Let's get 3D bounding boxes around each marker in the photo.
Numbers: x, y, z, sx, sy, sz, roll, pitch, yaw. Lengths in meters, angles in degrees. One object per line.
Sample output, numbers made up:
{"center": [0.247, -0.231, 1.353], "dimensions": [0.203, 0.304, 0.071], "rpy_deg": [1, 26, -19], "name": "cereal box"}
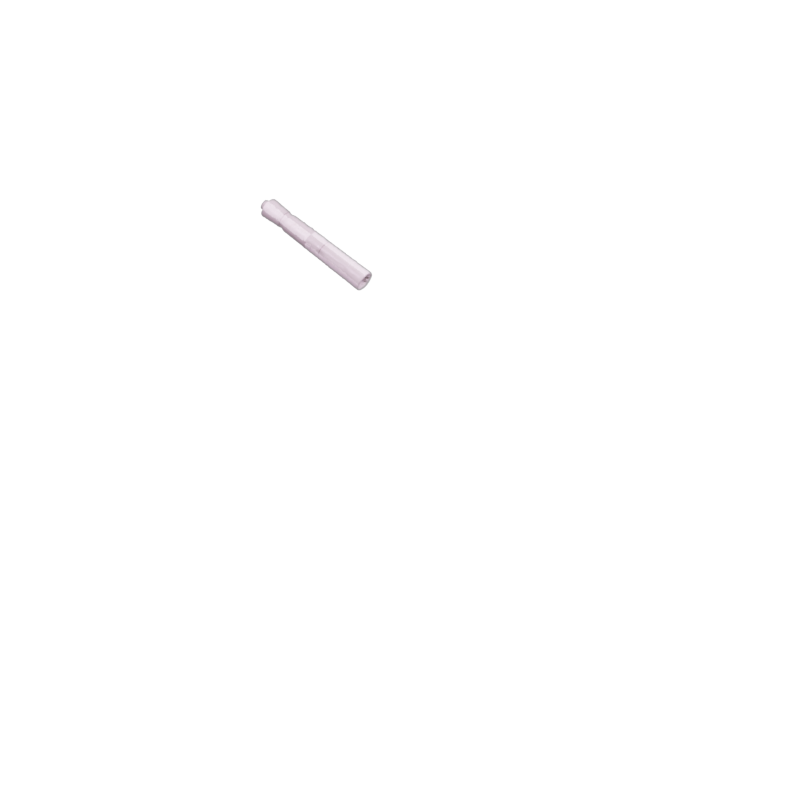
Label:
{"center": [-0.075, -0.137, 0.958], "dimensions": [0.128, 0.019, 0.019], "rpy_deg": [39, 20, 23], "name": "marker"}
